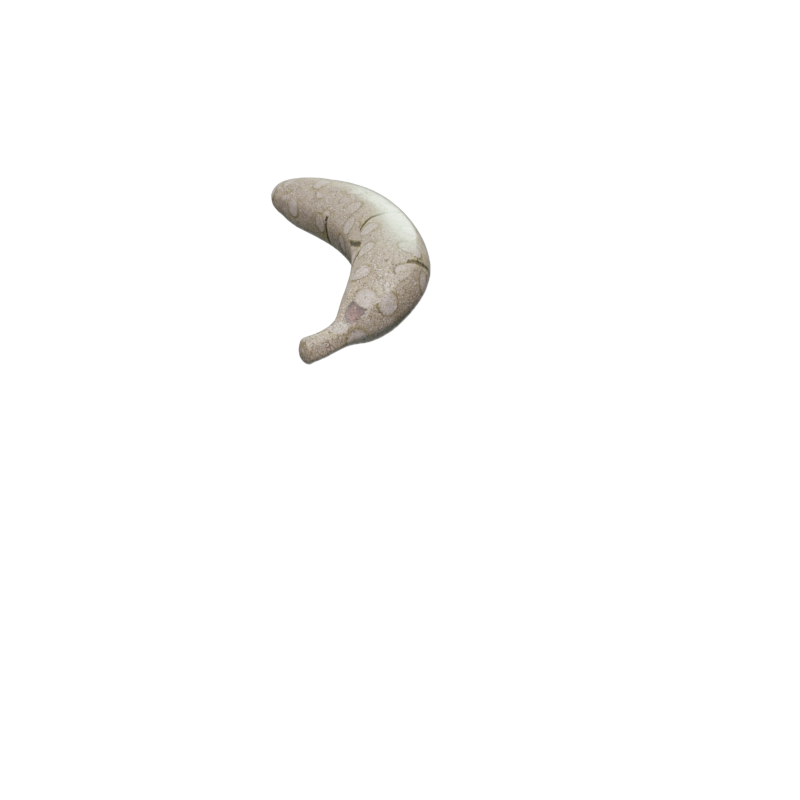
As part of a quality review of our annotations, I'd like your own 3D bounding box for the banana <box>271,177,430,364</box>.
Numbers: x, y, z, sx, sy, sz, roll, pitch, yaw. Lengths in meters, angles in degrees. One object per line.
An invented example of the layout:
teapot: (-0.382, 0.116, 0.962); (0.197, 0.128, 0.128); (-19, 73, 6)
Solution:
banana: (-0.025, -0.079, 0.556); (0.069, 0.035, 0.210); (-4, 28, -8)
